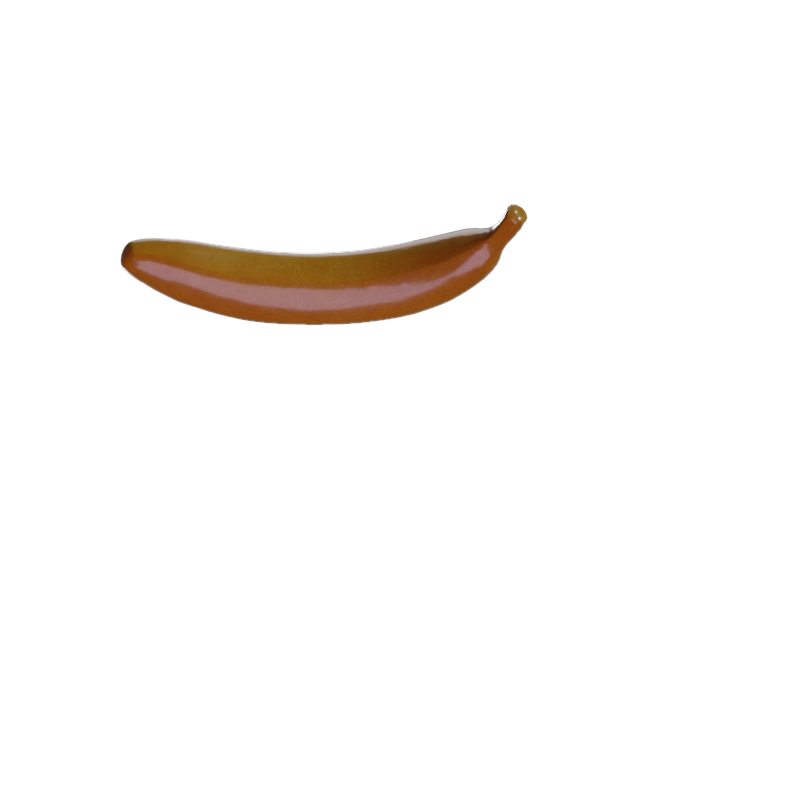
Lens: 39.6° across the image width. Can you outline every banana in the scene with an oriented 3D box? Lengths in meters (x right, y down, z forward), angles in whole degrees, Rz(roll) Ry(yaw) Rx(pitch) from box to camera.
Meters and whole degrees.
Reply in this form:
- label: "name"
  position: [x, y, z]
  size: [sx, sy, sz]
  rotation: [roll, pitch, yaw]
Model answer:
- label: "banana"
  position: [-0.037, -0.066, 0.556]
  size: [0.199, 0.039, 0.064]
  rotation: [-6, -46, 6]
